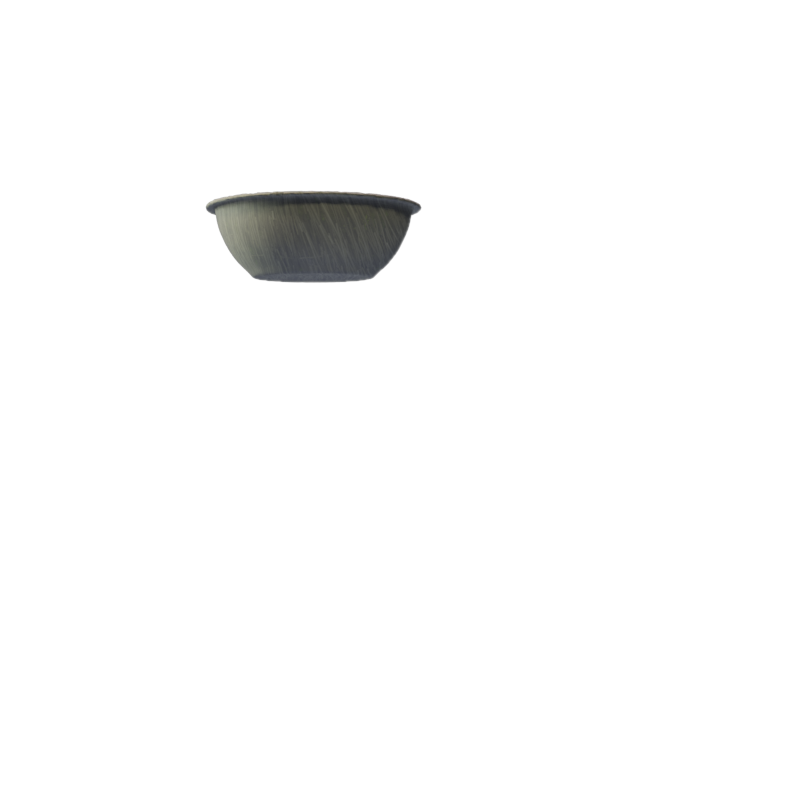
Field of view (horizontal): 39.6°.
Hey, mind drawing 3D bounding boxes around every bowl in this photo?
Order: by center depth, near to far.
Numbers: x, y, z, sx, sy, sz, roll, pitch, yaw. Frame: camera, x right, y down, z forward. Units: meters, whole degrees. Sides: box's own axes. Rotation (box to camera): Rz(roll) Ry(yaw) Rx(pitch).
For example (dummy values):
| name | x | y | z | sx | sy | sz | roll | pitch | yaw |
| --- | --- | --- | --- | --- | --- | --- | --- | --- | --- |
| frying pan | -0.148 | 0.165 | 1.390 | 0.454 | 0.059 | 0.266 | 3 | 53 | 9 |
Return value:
| name | x | y | z | sx | sy | sz | roll | pitch | yaw |
| --- | --- | --- | --- | --- | --- | --- | --- | --- | --- |
| bowl | -0.065 | -0.118 | 0.829 | 0.162 | 0.055 | 0.161 | 0 | 1 | -2 |
